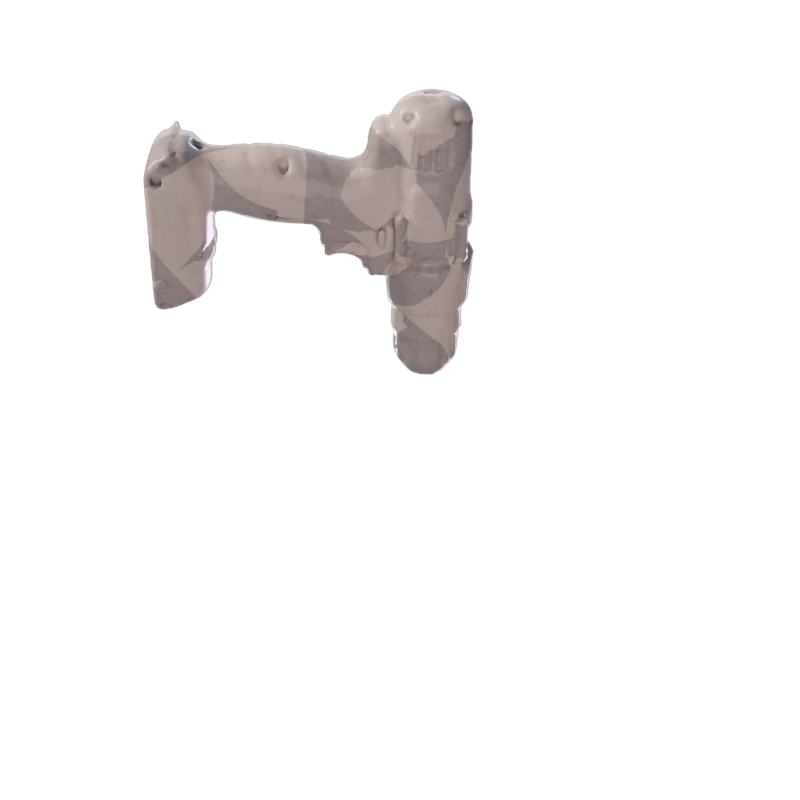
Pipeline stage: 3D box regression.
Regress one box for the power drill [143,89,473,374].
[{"bbox_3d":[-0.051,-0.093,0.651,0.187,0.173,0.061,0,31,0],"label":"power drill"}]
